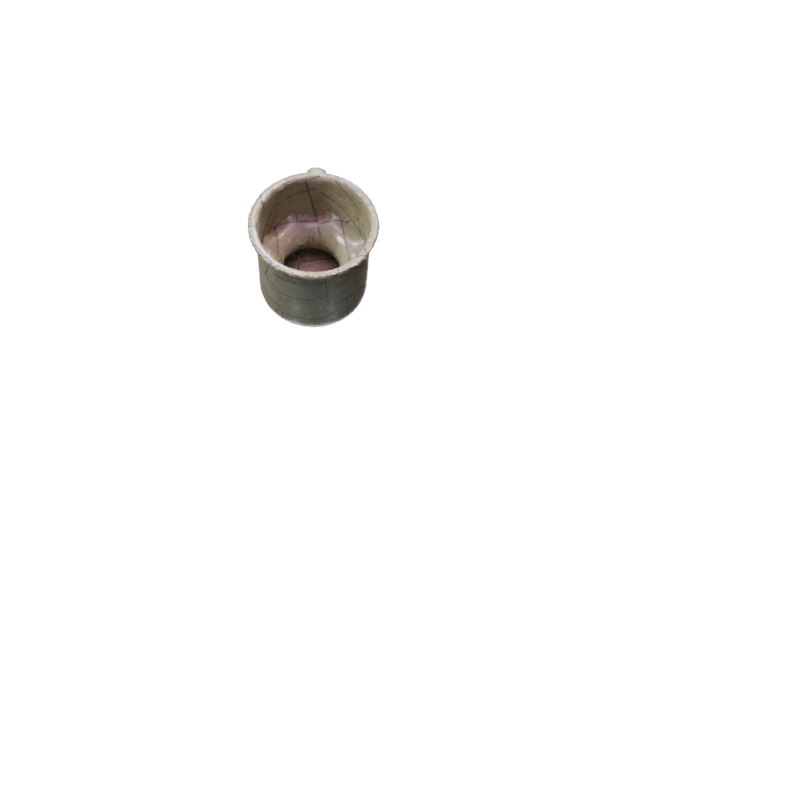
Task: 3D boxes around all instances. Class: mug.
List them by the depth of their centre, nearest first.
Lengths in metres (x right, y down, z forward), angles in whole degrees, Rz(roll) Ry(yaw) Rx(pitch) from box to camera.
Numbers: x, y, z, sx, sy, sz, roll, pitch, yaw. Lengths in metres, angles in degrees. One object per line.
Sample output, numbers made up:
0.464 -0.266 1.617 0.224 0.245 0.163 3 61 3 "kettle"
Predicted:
-0.064 -0.118 0.824 0.093 0.125 0.076 -1 -32 -2 "mug"
